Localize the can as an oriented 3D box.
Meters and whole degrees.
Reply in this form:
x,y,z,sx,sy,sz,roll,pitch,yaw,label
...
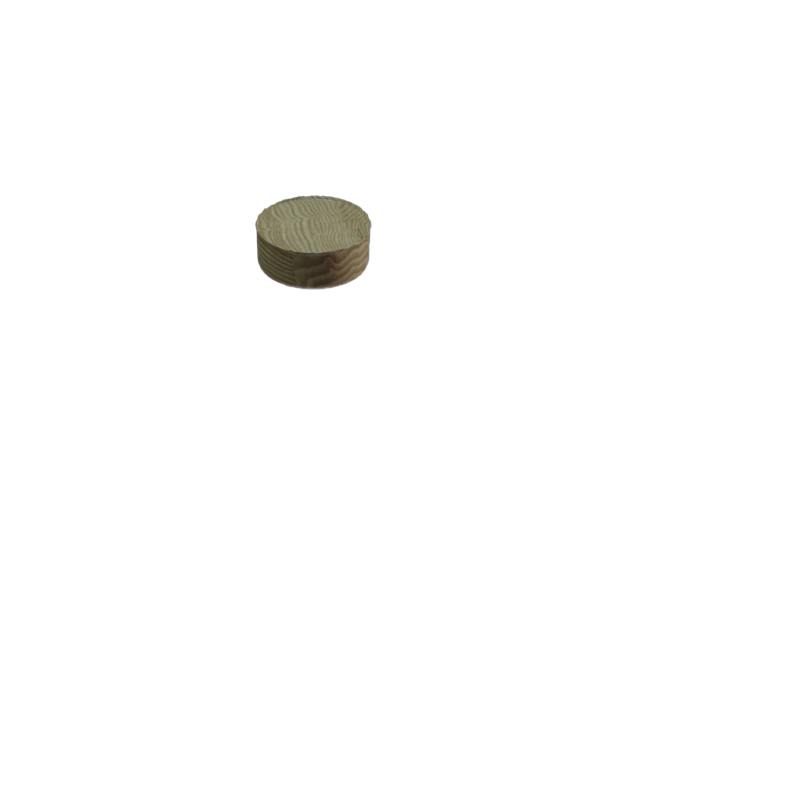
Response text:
x,y,z,sx,sy,sz,roll,pitch,yaw,label
-0.065,-0.118,0.827,0.086,0.031,0.092,-1,36,-2,can
